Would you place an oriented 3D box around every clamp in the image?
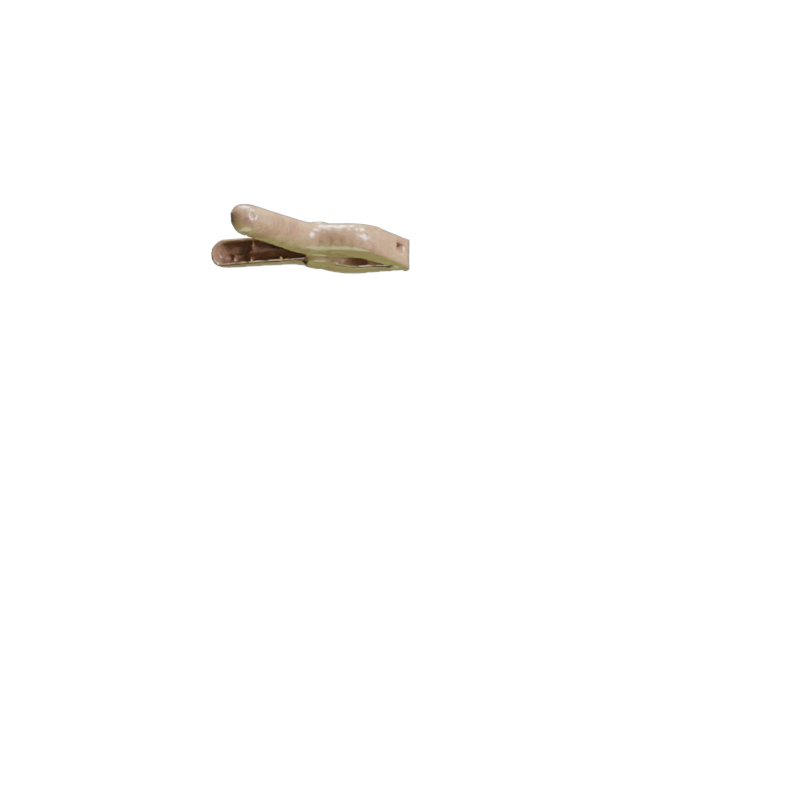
[{"bbox_3d":[-0.073,-0.133,0.929,0.170,0.040,0.119,0,-4,-6],"label":"clamp"}]
